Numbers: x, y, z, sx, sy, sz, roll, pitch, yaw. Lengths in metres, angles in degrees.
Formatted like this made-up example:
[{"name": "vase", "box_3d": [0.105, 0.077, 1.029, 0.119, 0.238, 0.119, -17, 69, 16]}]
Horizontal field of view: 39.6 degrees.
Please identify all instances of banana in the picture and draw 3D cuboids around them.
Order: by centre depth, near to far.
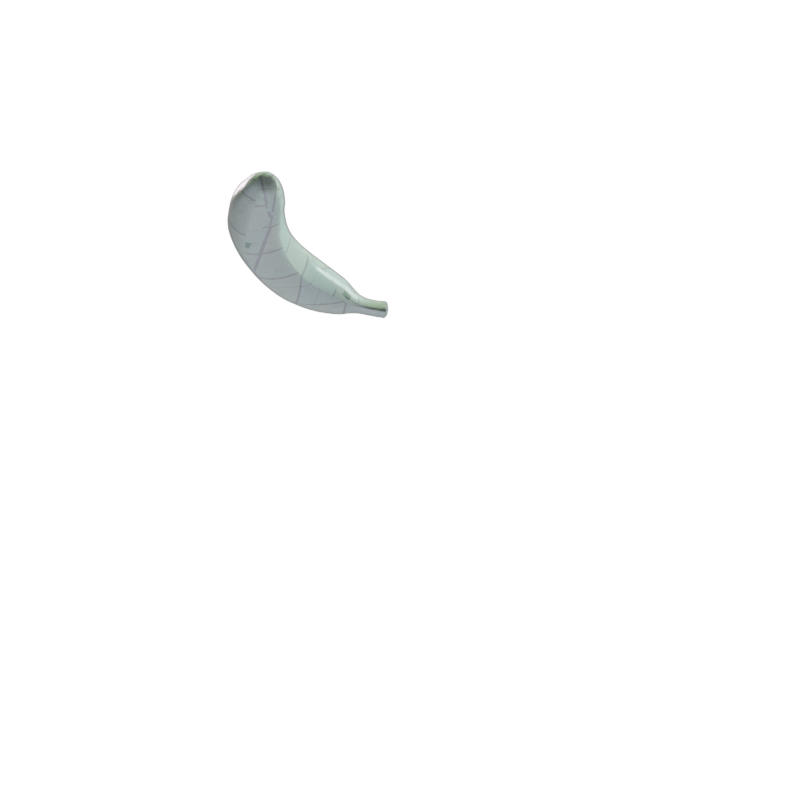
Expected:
[{"name": "banana", "box_3d": [-0.073, -0.100, 0.735, 0.071, 0.039, 0.184, -9, -22, 20]}]
